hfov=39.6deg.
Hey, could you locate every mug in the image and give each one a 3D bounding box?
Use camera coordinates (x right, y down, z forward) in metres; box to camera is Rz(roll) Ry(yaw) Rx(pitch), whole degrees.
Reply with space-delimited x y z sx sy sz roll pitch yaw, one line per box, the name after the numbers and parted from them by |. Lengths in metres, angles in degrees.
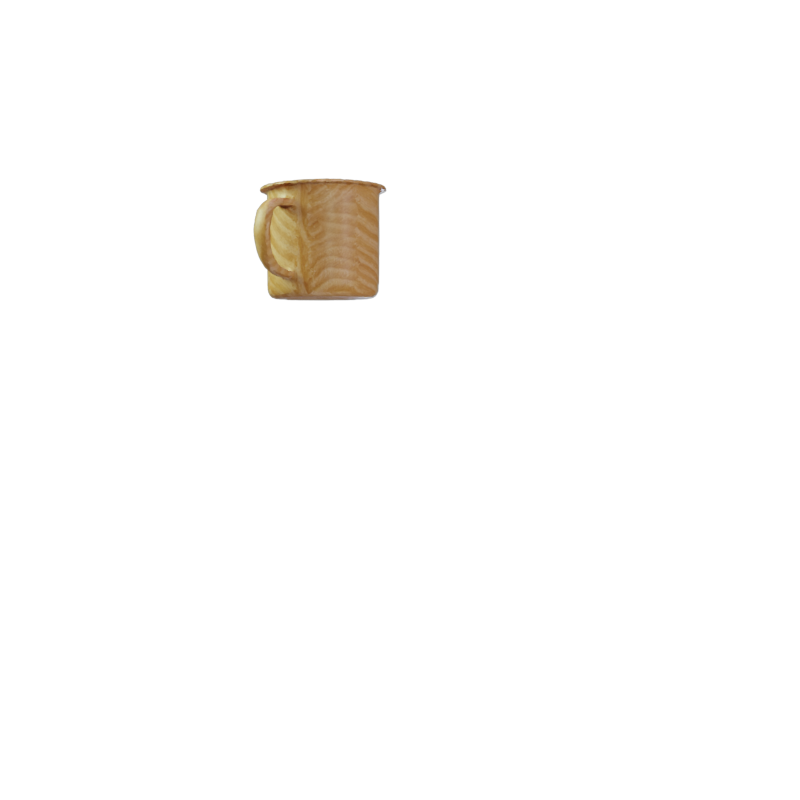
-0.063 -0.114 0.802 0.096 0.082 0.112 -1 -1 34 | mug
